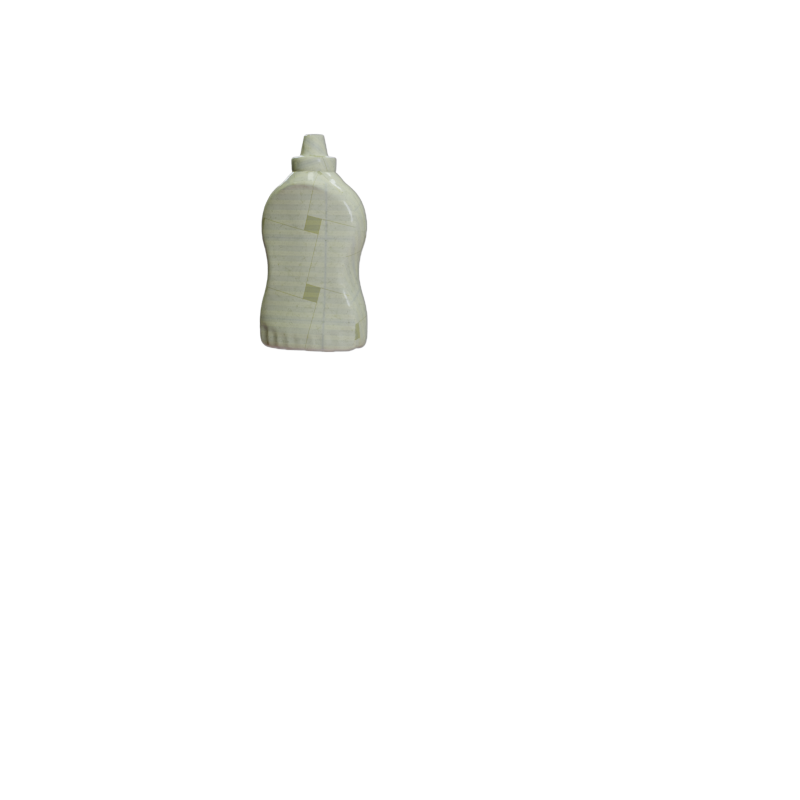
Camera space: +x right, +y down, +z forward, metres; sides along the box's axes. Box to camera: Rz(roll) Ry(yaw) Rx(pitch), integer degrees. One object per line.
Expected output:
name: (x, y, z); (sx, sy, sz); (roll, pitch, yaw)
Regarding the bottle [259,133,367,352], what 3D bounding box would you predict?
bottle: (-0.078, -0.142, 0.993); (0.099, 0.191, 0.057); (2, 2, 25)
